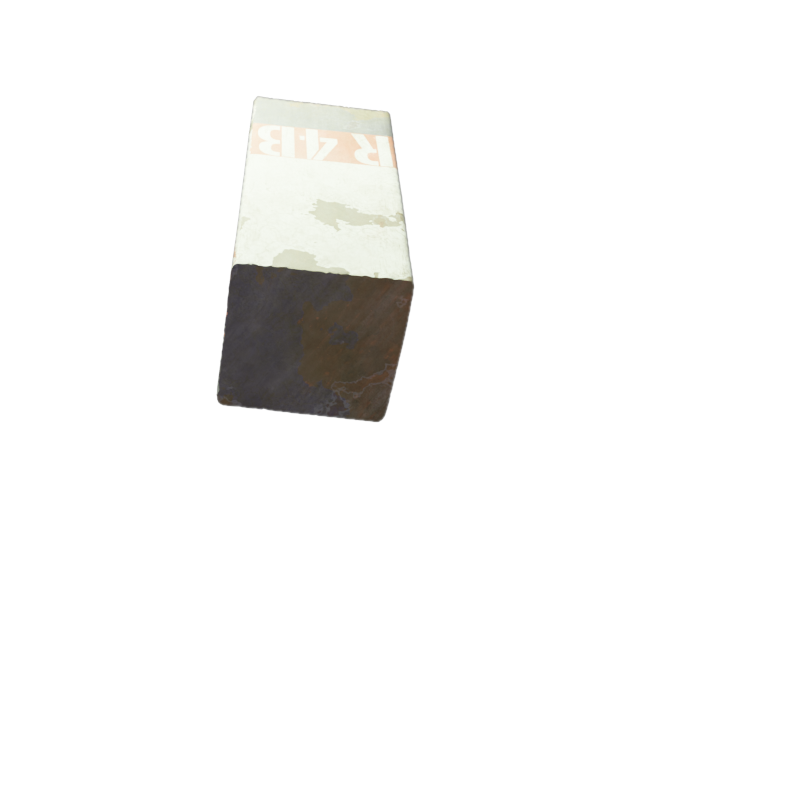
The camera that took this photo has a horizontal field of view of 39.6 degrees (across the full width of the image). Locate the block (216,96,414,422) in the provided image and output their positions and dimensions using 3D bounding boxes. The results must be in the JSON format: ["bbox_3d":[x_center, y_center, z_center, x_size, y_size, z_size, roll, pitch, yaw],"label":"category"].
[{"bbox_3d":[-0.050,-0.091,0.641,0.090,0.085,0.220,6,35,-8],"label":"block"}]
